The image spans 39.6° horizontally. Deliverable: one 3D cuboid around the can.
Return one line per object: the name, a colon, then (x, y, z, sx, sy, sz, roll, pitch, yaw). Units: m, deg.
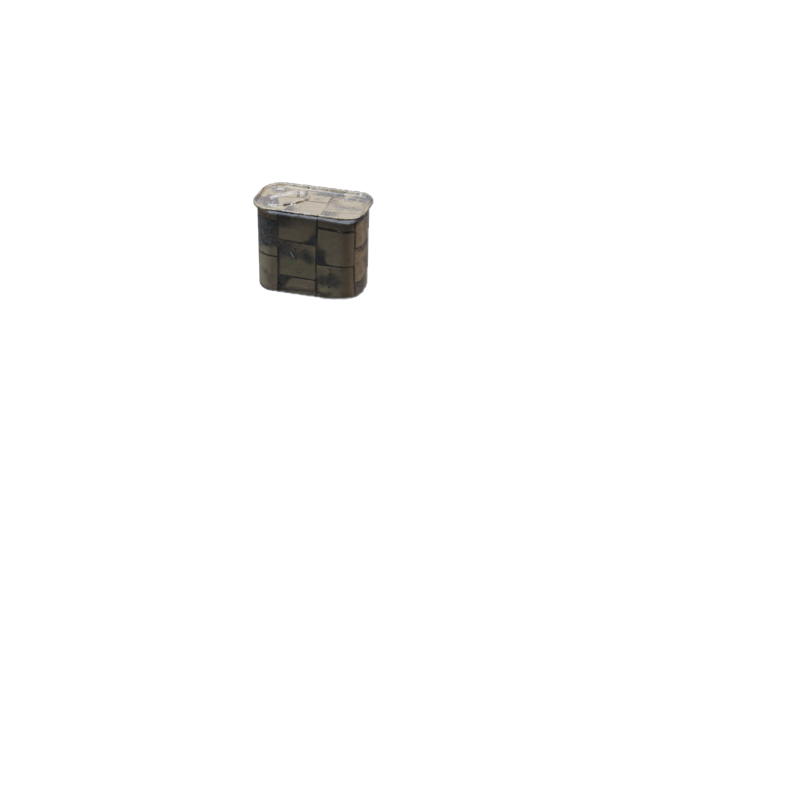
can: (-0.077, -0.140, 0.981, 0.104, 0.079, 0.060, 10, 31, 14)
